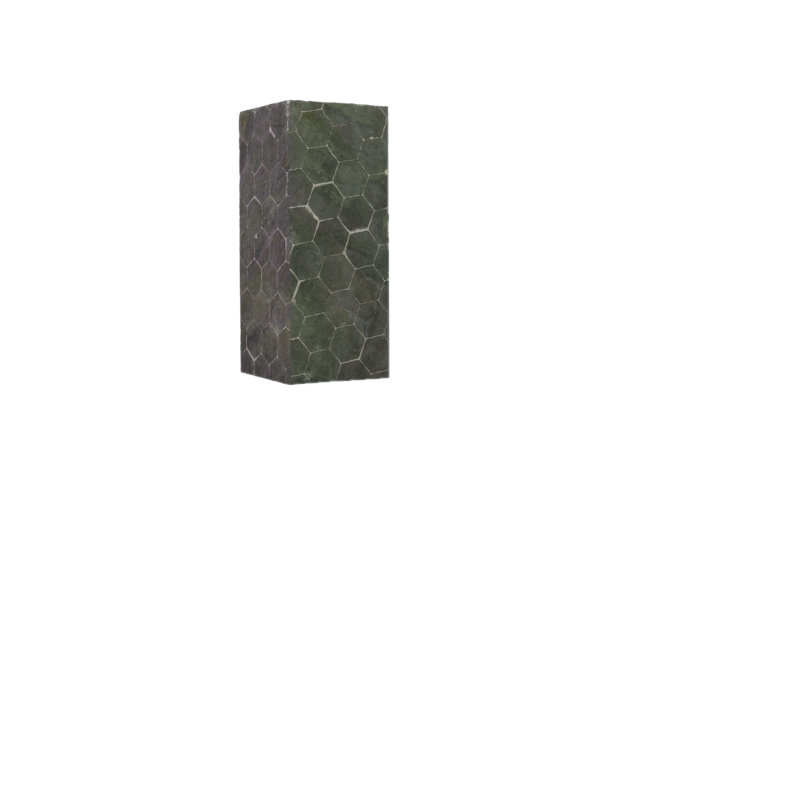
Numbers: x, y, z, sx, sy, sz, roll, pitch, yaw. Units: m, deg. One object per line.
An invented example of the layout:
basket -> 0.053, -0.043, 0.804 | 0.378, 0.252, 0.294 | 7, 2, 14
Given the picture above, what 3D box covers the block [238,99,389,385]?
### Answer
block -> -0.068, -0.122, 0.857 | 0.087, 0.206, 0.094 | -1, 2, -30
